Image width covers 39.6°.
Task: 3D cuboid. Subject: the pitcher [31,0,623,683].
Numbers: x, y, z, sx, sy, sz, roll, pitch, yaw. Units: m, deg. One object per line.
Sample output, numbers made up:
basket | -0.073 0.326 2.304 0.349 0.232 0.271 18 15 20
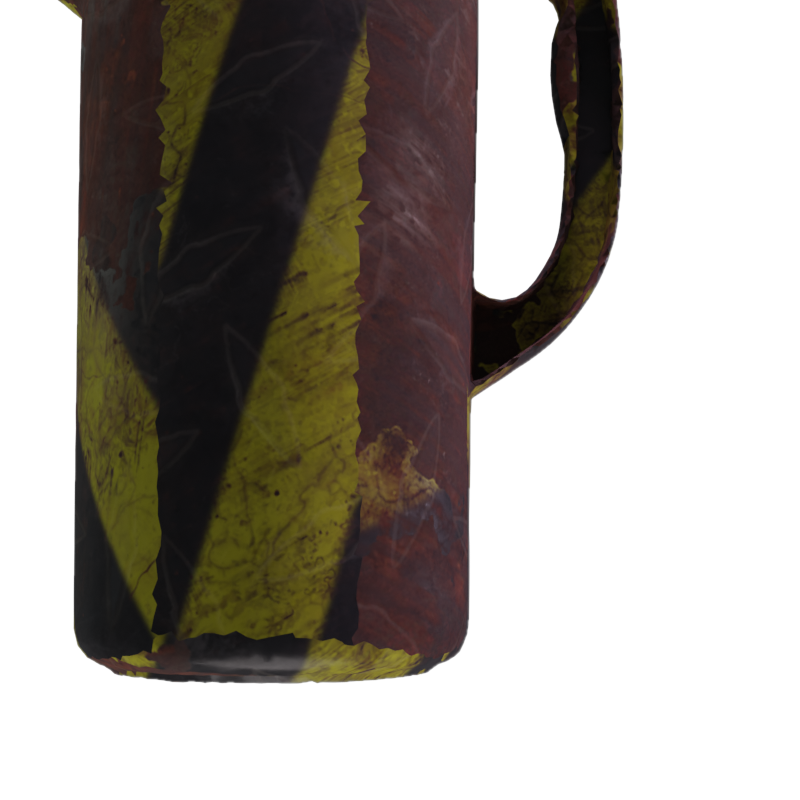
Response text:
pitcher | -0.026 -0.048 0.336 0.137 0.252 0.152 12 -19 -42
